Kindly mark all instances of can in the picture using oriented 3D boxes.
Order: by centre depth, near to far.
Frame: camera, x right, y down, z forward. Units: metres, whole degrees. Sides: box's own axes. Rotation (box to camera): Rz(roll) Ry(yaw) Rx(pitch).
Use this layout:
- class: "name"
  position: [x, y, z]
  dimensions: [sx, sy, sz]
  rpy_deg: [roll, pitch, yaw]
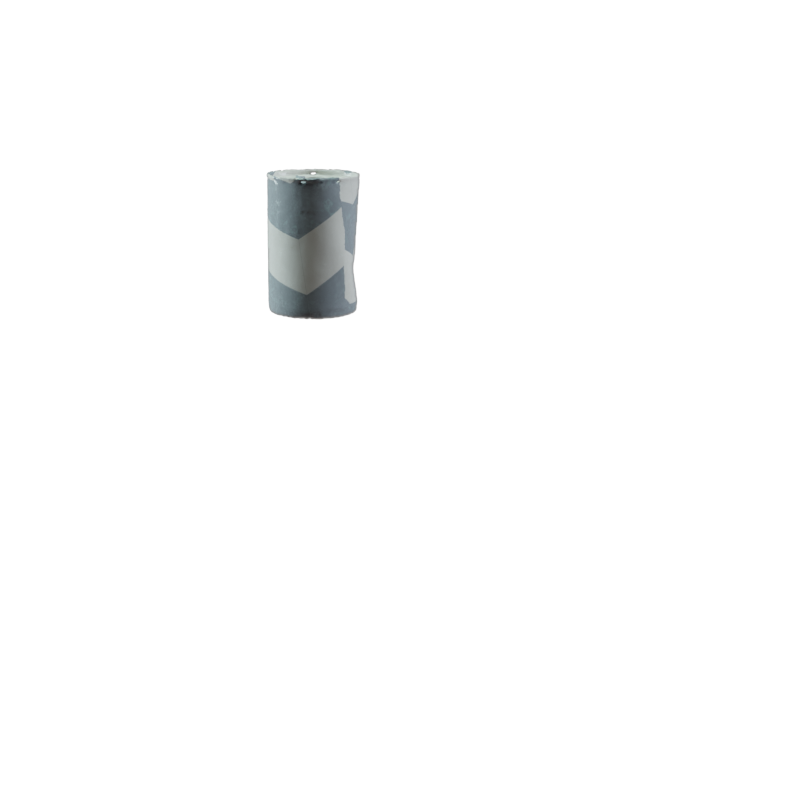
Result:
- class: "can"
  position: [-0.064, -0.117, 0.816]
  dimensions: [0.068, 0.100, 0.071]
  rpy_deg: [0, 12, -2]
